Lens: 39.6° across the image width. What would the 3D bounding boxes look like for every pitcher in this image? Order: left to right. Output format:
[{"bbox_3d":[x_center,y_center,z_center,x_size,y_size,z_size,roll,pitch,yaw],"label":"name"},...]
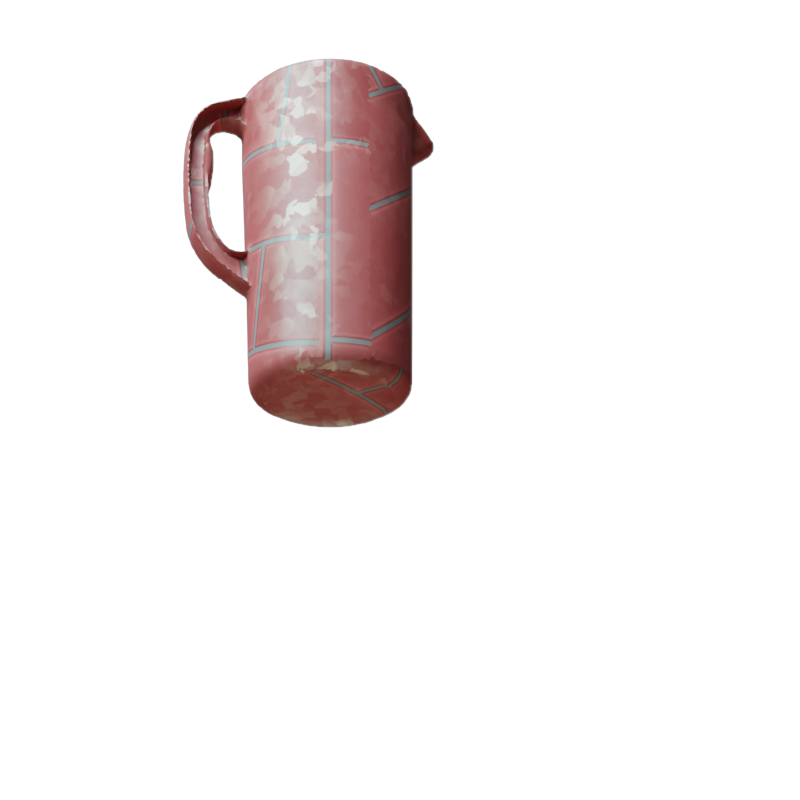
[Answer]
[{"bbox_3d":[-0.061,-0.112,0.785,0.151,0.259,0.134,-16,-32,23],"label":"pitcher"}]
